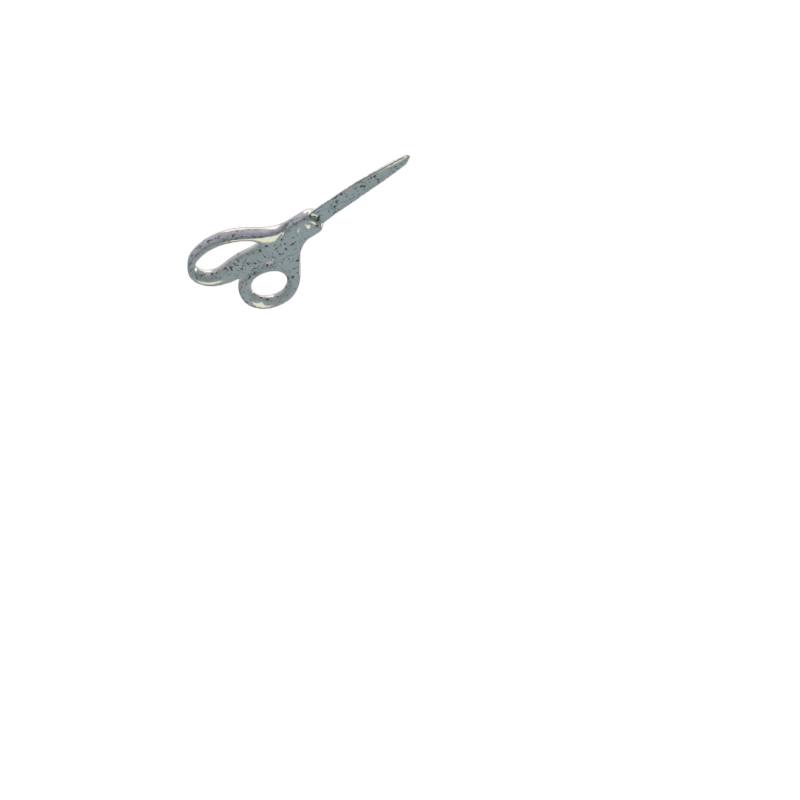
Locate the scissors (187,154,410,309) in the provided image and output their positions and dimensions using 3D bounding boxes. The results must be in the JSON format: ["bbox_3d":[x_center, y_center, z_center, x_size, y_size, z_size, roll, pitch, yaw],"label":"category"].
[{"bbox_3d":[-0.065,-0.119,0.833,0.203,0.017,0.089,-17,-40,21],"label":"scissors"}]
